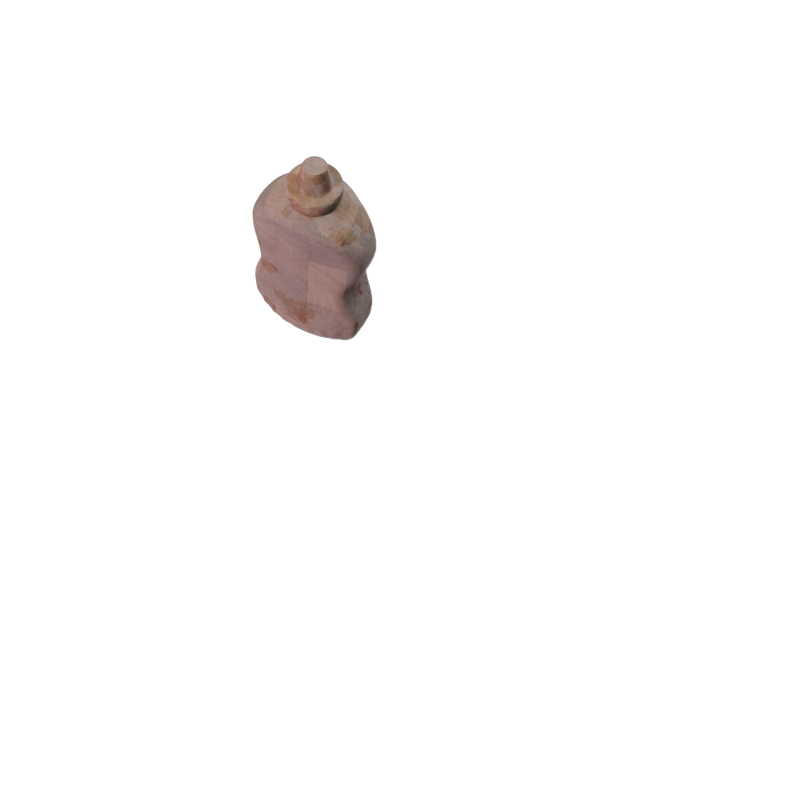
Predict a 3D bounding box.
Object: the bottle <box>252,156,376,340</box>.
[{"bbox_3d":[-0.065,-0.120,0.835,0.099,0.060,0.181,31,-24,12],"label":"bottle"}]
